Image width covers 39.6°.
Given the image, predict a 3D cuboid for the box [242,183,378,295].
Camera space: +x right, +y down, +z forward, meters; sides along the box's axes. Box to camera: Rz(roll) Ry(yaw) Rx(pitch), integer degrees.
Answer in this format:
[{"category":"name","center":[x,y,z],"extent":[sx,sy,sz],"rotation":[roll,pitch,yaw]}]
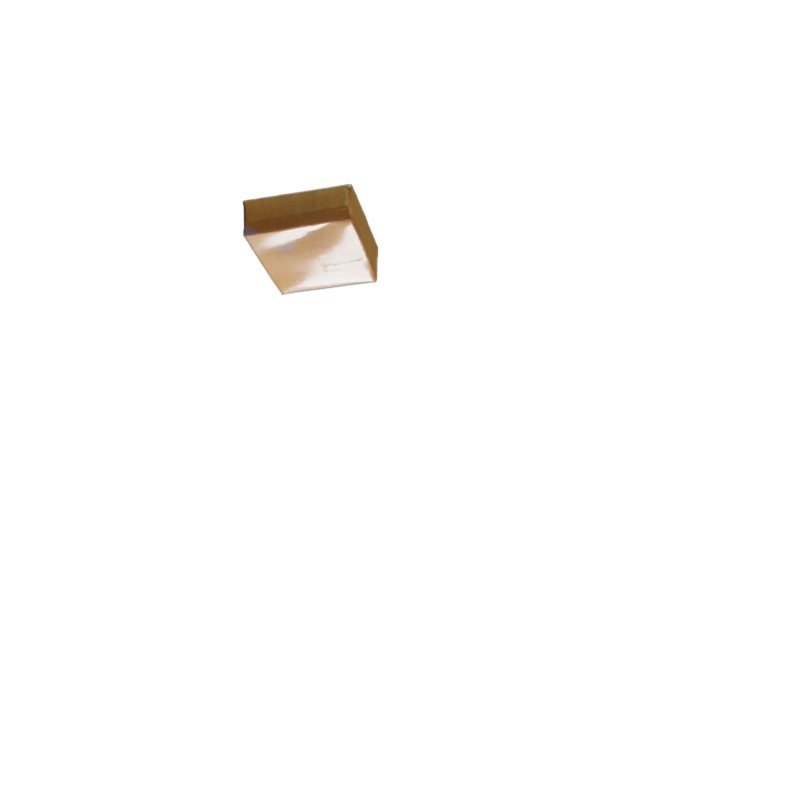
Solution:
[{"category":"box","center":[-0.071,-0.130,0.912],"extent":[0.091,0.041,0.106],"rotation":[-6,-26,11]}]
